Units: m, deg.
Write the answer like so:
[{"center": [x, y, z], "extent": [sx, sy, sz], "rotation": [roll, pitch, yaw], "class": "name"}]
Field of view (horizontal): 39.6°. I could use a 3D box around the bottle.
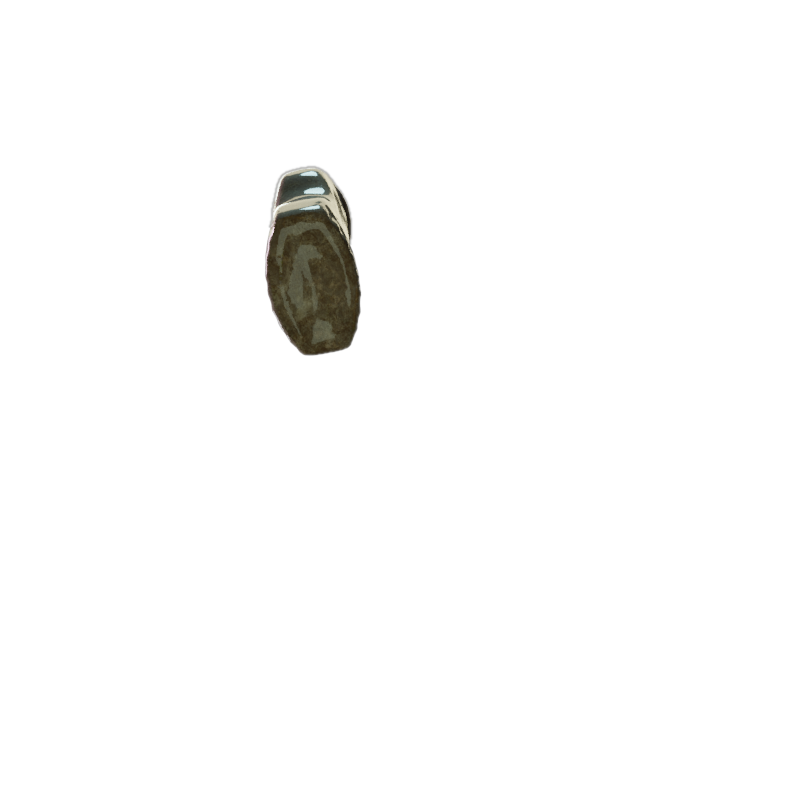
[{"center": [-0.061, -0.110, 0.772], "extent": [0.058, 0.091, 0.201], "rotation": [-12, 24, 1], "class": "bottle"}]
